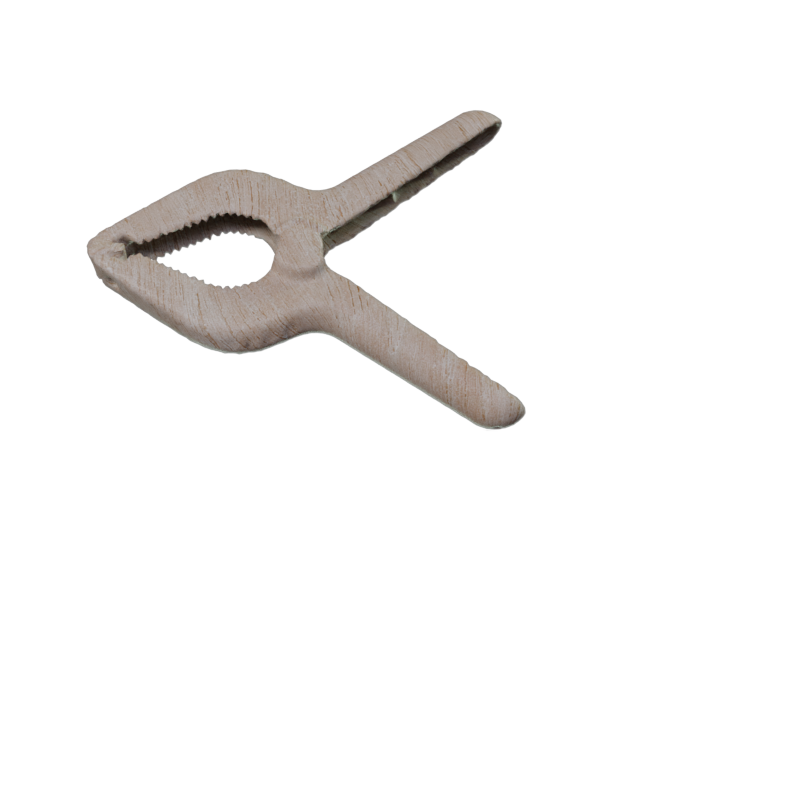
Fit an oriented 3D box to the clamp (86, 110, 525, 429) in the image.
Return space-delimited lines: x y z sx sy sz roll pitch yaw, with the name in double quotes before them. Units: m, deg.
"clamp" -0.042 -0.077 0.536 0.211 0.173 0.034 6 -26 3
